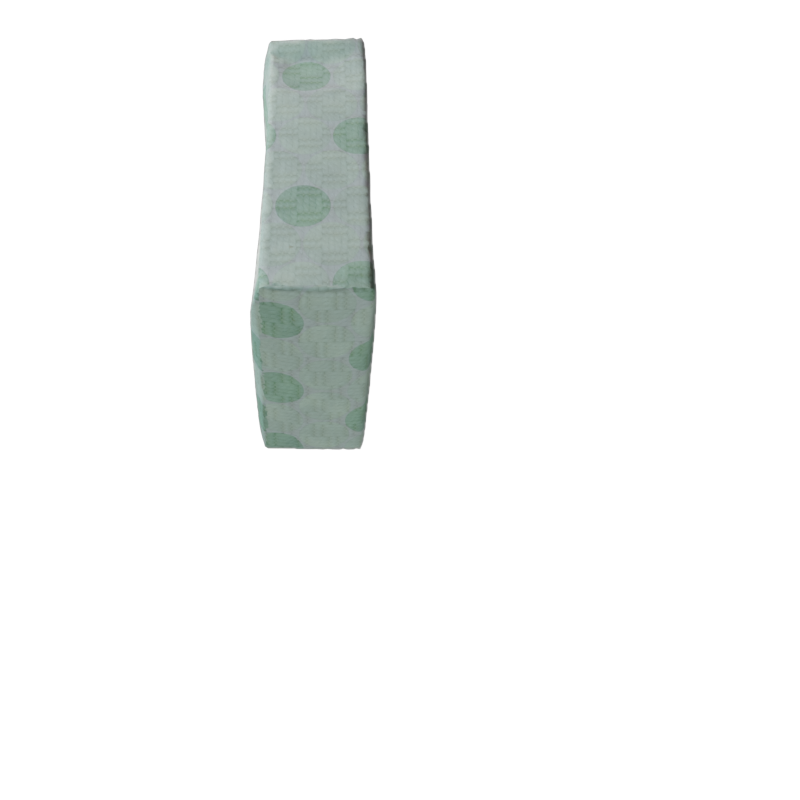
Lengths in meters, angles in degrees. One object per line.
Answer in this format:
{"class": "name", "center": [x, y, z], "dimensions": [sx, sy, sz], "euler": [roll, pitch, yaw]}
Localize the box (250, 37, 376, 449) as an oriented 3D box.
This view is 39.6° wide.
{"class": "box", "center": [-0.056, -0.102, 0.711], "dimensions": [0.072, 0.229, 0.153], "euler": [0, -37, -4]}
